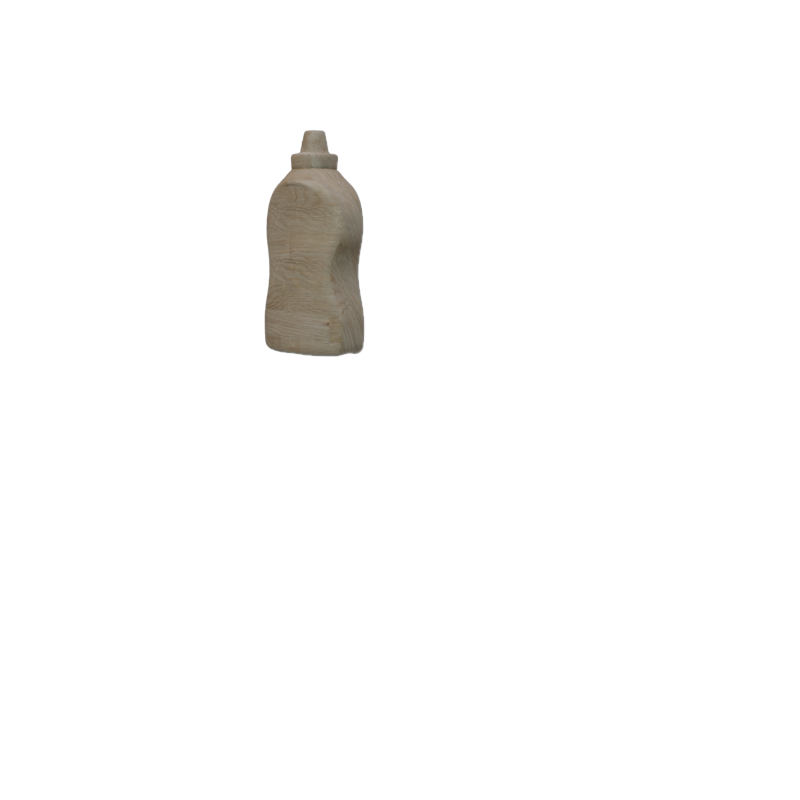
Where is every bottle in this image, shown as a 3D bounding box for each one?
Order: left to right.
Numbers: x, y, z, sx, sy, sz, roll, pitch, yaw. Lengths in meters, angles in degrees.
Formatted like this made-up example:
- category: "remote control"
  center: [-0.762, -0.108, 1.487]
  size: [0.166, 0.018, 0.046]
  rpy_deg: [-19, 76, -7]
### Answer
- category: "bottle"
  center: [-0.075, -0.137, 0.960]
  size: [0.100, 0.191, 0.056]
  rpy_deg: [3, 3, 44]
